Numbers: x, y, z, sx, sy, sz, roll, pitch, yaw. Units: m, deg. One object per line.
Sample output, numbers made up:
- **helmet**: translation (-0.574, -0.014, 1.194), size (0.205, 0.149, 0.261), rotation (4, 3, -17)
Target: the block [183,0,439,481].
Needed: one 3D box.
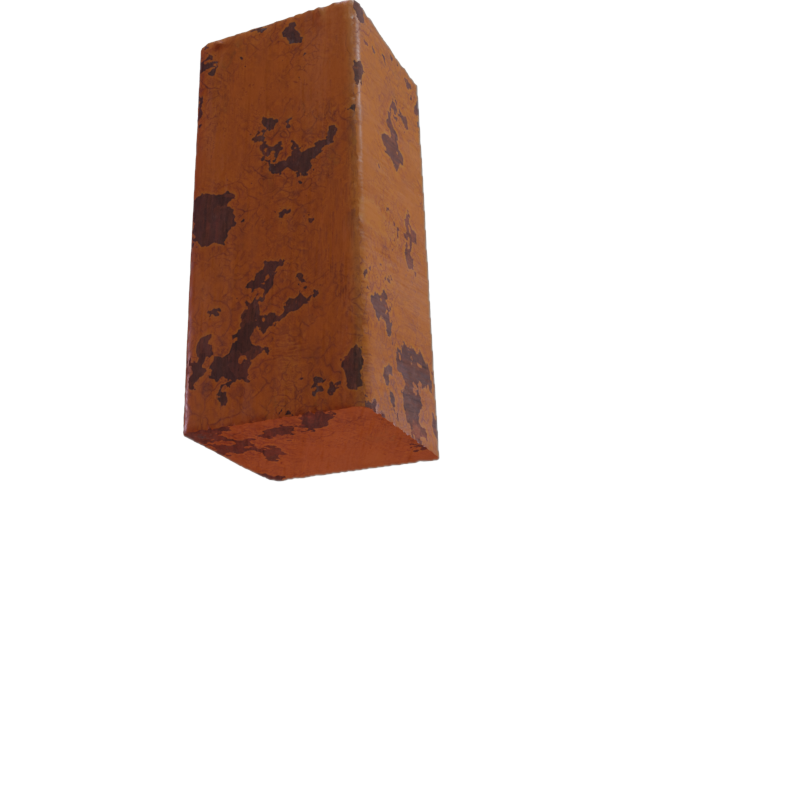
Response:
- **block**: translation (-0.043, -0.077, 0.540), size (0.092, 0.218, 0.084), rotation (-12, -27, 21)
